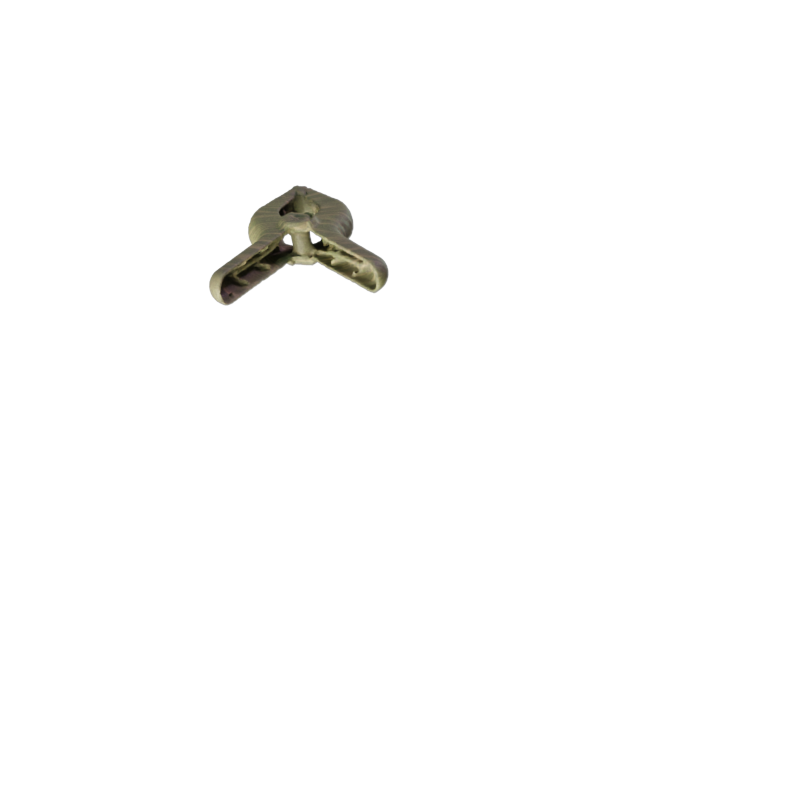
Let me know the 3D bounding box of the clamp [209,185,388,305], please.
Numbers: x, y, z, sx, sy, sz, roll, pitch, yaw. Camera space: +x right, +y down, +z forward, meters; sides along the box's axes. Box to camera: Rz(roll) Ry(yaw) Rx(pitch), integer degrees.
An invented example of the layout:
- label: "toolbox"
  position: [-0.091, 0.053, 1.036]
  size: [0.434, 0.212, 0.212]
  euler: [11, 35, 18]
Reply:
- label: "clamp"
  position: [-0.063, -0.115, 0.808]
  size: [0.121, 0.037, 0.180]
  euler: [3, 32, 5]
